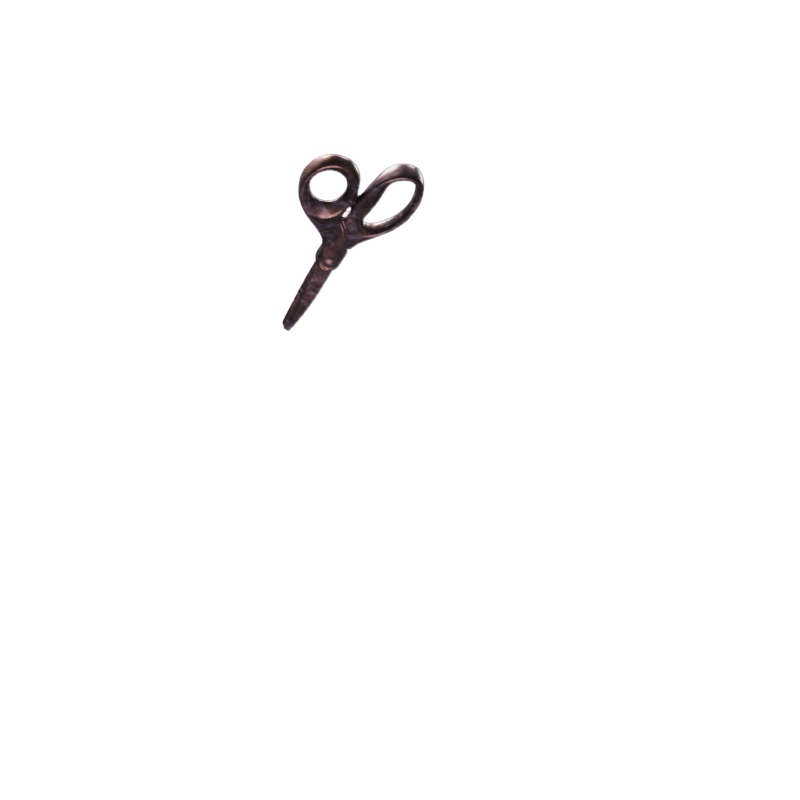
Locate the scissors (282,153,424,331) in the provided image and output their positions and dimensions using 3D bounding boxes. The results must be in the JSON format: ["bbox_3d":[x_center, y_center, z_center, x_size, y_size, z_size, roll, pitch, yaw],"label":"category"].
[{"bbox_3d":[-0.064,-0.117,0.821,0.091,0.017,0.199,26,-44,-31],"label":"scissors"}]
